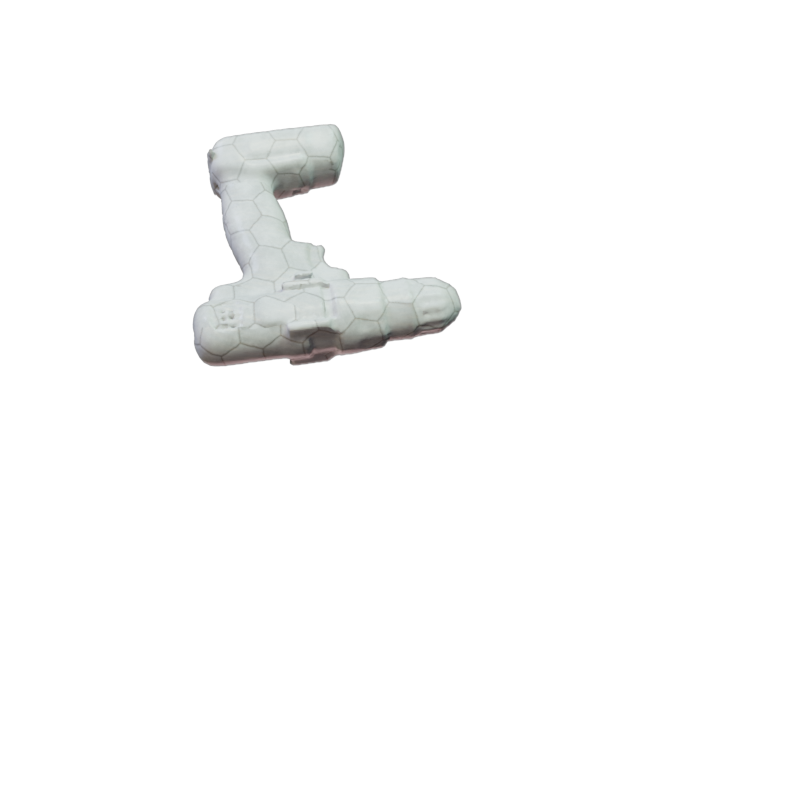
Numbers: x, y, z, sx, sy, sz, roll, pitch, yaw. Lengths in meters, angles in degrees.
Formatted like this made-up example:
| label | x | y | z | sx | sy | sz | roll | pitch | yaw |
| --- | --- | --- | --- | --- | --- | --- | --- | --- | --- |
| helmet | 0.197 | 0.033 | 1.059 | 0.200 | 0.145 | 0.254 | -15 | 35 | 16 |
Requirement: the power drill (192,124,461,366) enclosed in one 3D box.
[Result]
| label | x | y | z | sx | sy | sz | roll | pitch | yaw |
| --- | --- | --- | --- | --- | --- | --- | --- | --- | --- |
| power drill | -0.063 | -0.114 | 0.801 | 0.183 | 0.202 | 0.054 | -8 | -36 | -6 |
